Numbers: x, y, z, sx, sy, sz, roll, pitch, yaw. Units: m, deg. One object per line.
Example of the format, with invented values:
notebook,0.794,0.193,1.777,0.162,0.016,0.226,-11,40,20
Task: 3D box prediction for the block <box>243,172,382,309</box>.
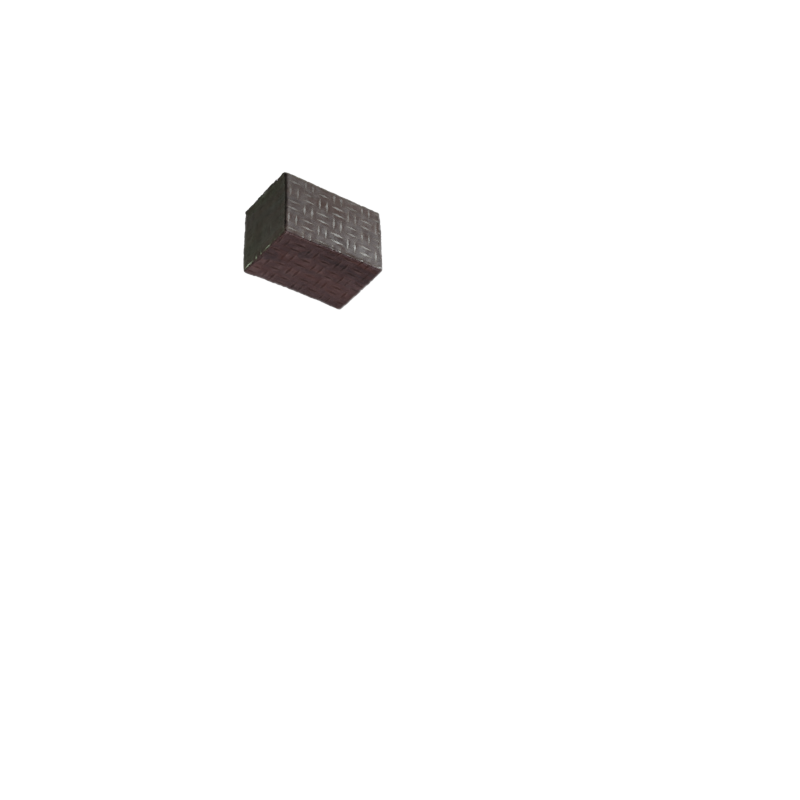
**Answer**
block,-0.057,-0.104,0.731,0.074,0.055,0.052,22,-42,-29
